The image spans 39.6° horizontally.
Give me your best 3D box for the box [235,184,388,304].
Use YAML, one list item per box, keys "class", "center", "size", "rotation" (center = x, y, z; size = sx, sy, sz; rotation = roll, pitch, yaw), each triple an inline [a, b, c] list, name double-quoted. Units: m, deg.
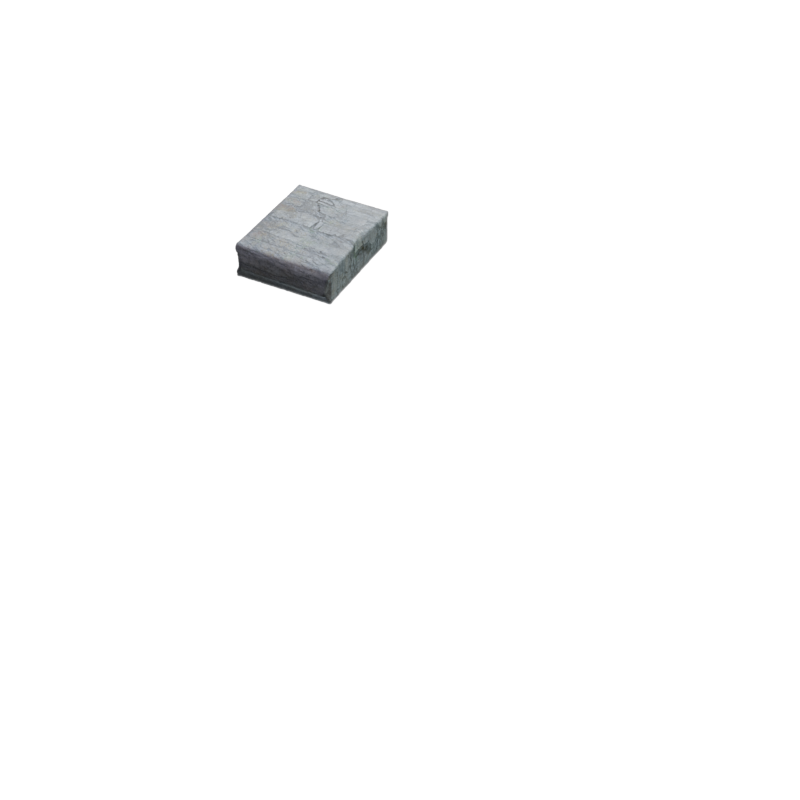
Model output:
- class: "box"
  center: [-0.060, -0.109, 0.762]
  size: [0.076, 0.028, 0.092]
  rotation: [18, 42, 21]
